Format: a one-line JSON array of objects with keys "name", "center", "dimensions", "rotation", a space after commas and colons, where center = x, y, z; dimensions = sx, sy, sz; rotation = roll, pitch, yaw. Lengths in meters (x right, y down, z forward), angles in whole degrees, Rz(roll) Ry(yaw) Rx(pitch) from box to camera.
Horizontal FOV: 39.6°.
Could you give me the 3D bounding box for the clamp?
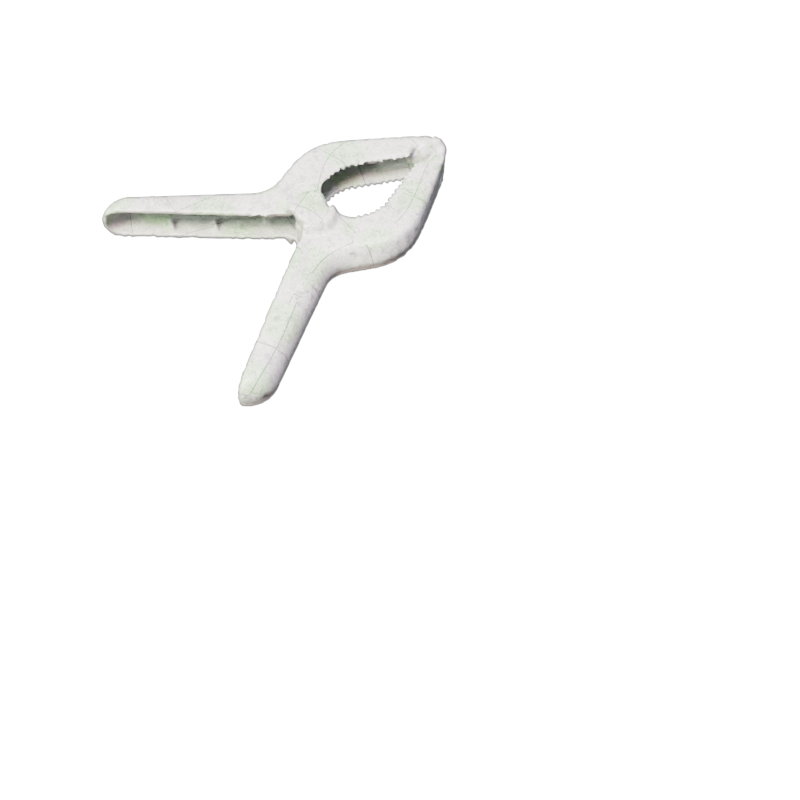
[{"name": "clamp", "center": [-0.052, -0.095, 0.662], "dimensions": [0.209, 0.177, 0.034], "rotation": [-25, -31, -17]}]
